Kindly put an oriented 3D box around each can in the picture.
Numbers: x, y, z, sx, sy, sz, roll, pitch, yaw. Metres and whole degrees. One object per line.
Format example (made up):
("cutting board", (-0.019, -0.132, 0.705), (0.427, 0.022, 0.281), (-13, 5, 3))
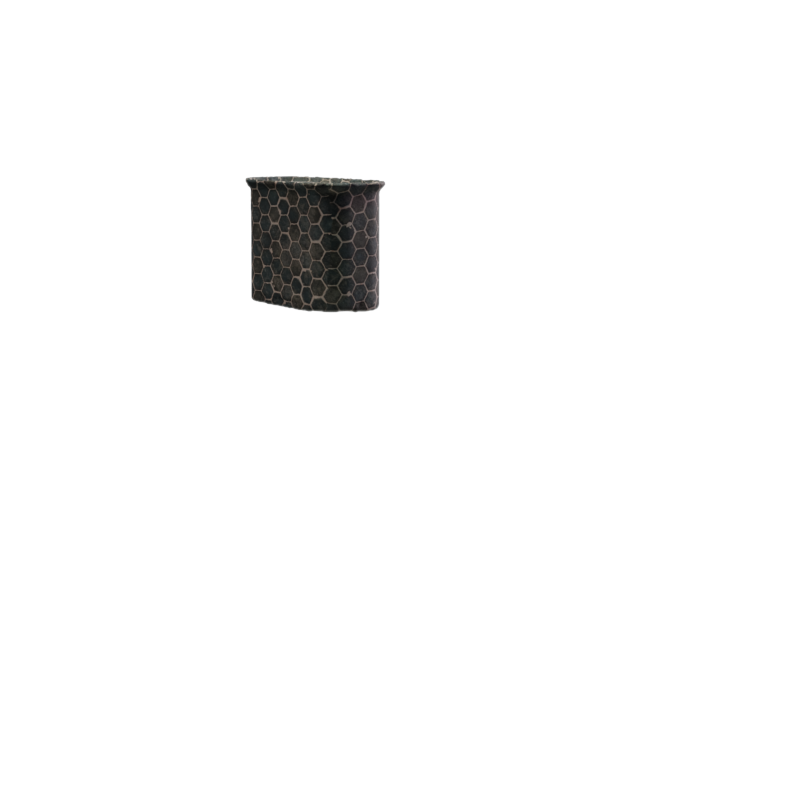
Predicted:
("can", (-0.058, -0.105, 0.739), (0.056, 0.082, 0.107), (-7, 12, -40))
